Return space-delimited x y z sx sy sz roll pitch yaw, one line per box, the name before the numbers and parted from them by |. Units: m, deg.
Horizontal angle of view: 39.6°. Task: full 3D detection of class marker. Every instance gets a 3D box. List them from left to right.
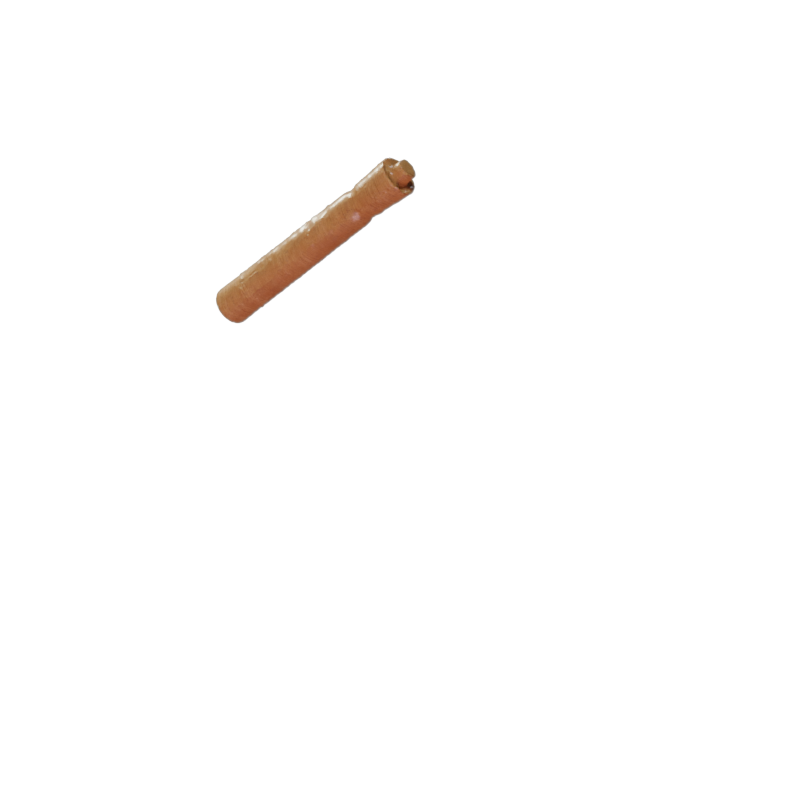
marker | -0.039 -0.071 0.496 0.120 0.021 0.019 -32 -17 34
